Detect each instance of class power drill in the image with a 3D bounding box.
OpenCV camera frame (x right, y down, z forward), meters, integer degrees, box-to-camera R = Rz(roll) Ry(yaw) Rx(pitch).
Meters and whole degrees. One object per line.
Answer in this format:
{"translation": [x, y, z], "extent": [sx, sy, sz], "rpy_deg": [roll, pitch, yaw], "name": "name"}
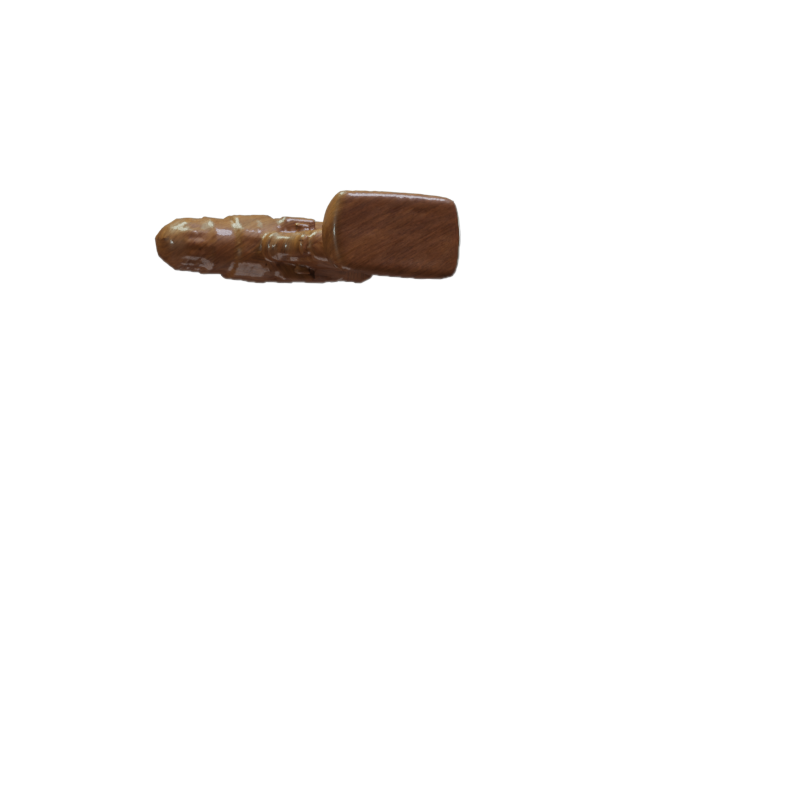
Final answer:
{"translation": [-0.062, -0.113, 0.795], "extent": [0.178, 0.057, 0.194], "rpy_deg": [-2, 5, -31], "name": "power drill"}
